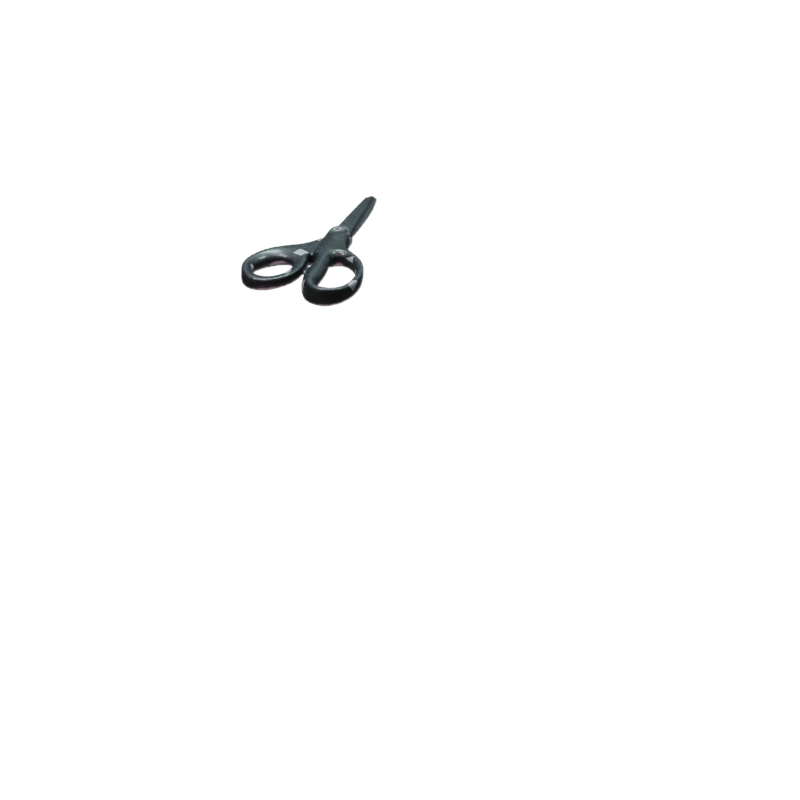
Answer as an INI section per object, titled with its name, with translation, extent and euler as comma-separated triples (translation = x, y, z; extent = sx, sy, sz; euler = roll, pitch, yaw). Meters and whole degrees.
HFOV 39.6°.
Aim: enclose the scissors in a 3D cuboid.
[scissors]
translation = -0.066, -0.120, 0.842
extent = 0.096, 0.015, 0.213
euler = 0, 28, 0
